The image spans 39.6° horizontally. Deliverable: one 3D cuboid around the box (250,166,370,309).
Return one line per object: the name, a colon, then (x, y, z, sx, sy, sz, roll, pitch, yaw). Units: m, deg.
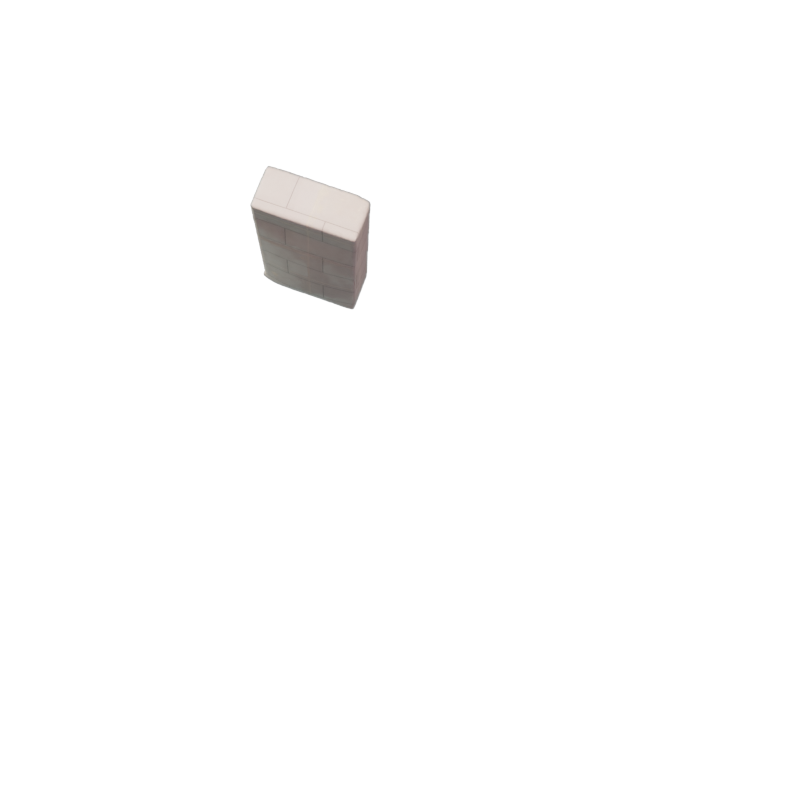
box: (-0.075, -0.138, 0.967, 0.094, 0.050, 0.169, 21, -17, 3)
